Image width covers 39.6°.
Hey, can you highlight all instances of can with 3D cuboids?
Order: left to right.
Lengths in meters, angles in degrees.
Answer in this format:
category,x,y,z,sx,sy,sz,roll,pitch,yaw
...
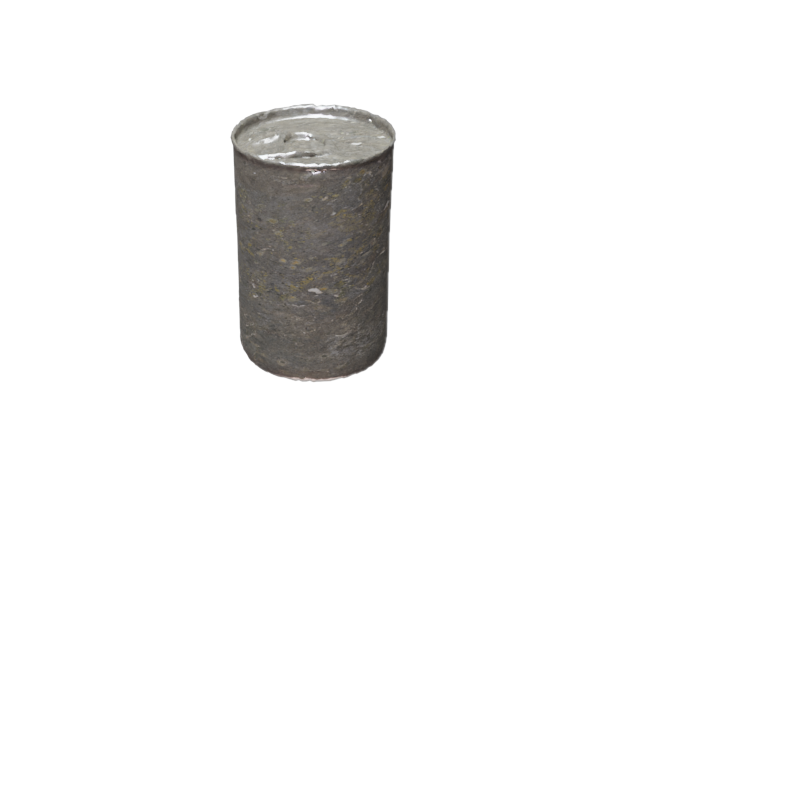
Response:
category,x,y,z,sx,sy,sz,roll,pitch,yaw
can,-0.037,-0.068,0.478,0.068,0.096,0.073,0,30,-2
